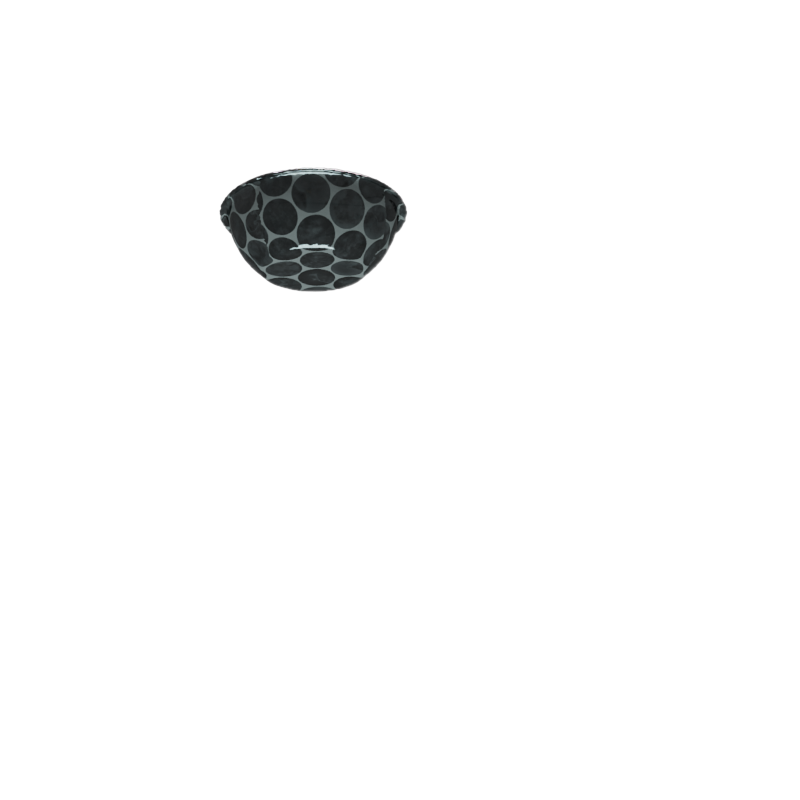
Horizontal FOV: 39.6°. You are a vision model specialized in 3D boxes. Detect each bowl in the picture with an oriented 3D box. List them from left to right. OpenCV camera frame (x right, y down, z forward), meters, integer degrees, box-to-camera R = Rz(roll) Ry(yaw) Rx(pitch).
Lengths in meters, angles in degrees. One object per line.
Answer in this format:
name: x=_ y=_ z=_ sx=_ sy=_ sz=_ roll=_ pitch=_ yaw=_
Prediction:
bowl: x=-0.074 y=-0.135 z=0.947 sx=0.162 sy=0.058 sz=0.154 roll=1 pitch=-20 yaw=-2
